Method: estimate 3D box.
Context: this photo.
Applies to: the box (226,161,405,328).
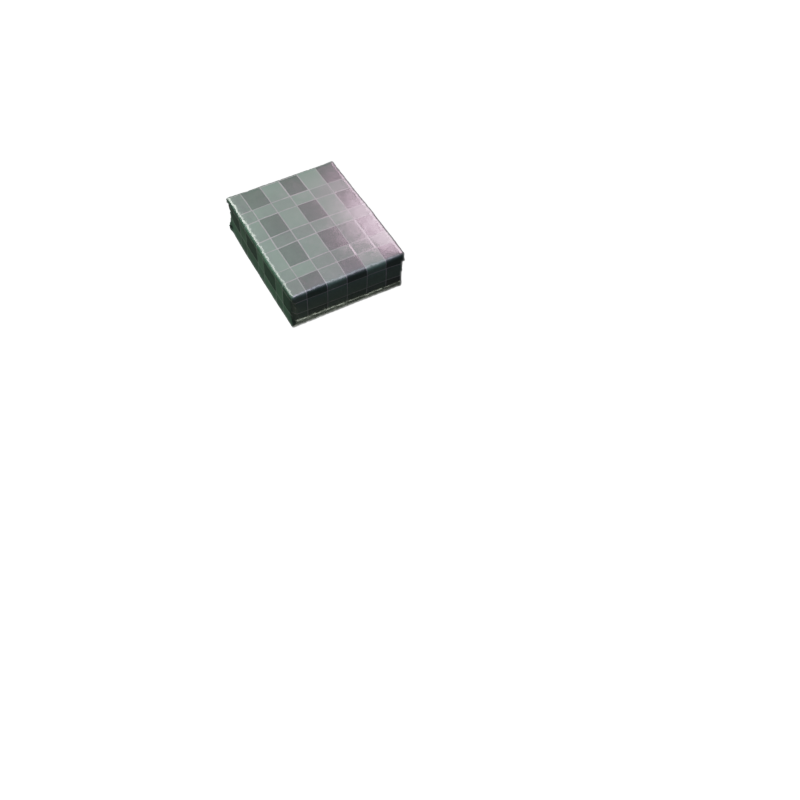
[{"bbox_3d":[-0.063,-0.115,0.805,0.089,0.036,0.123,-22,52,-19],"label":"box"}]
